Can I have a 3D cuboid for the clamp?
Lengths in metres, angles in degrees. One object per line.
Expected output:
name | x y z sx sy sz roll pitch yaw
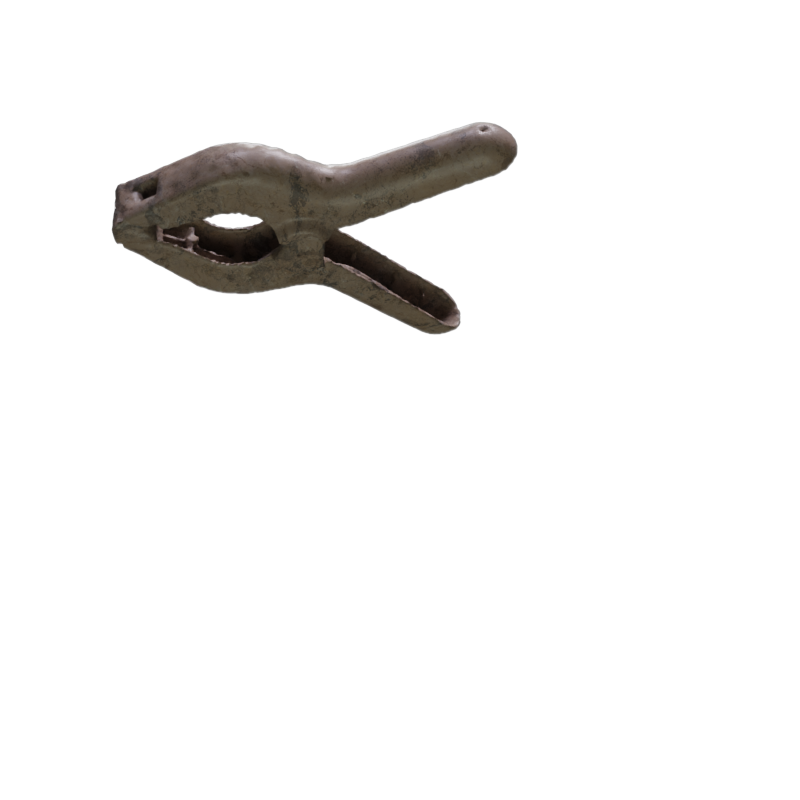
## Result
clamp | -0.039 -0.071 0.494 0.171 0.112 0.042 0 42 0
